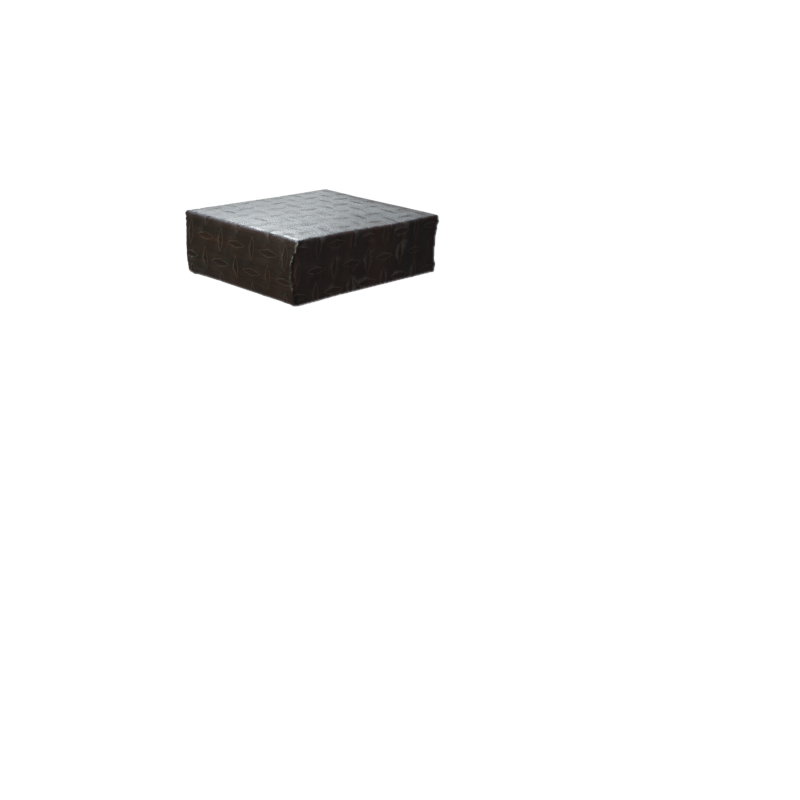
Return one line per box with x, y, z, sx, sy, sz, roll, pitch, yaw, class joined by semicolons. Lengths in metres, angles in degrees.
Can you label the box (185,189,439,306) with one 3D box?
-0.048;-0.088;0.613;0.095;0.037;0.112;19;28;40;box
